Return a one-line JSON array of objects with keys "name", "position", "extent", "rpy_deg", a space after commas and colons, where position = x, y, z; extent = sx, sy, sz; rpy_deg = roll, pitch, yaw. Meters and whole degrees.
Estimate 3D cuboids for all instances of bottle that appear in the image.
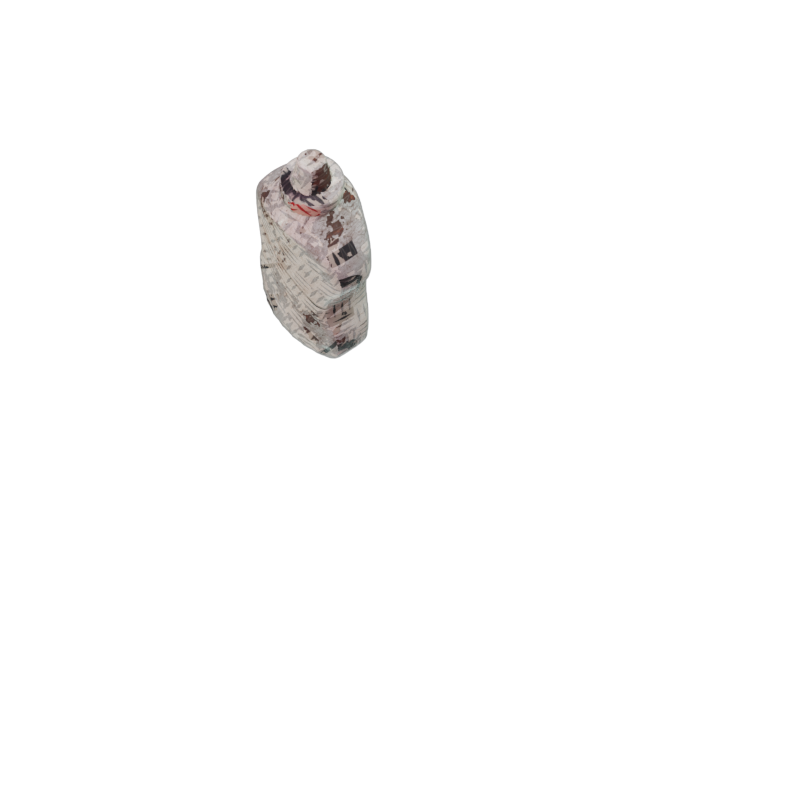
[{"name": "bottle", "position": [-0.059, -0.107, 0.754], "extent": [0.058, 0.102, 0.181], "rpy_deg": [-32, -20, -17]}]
